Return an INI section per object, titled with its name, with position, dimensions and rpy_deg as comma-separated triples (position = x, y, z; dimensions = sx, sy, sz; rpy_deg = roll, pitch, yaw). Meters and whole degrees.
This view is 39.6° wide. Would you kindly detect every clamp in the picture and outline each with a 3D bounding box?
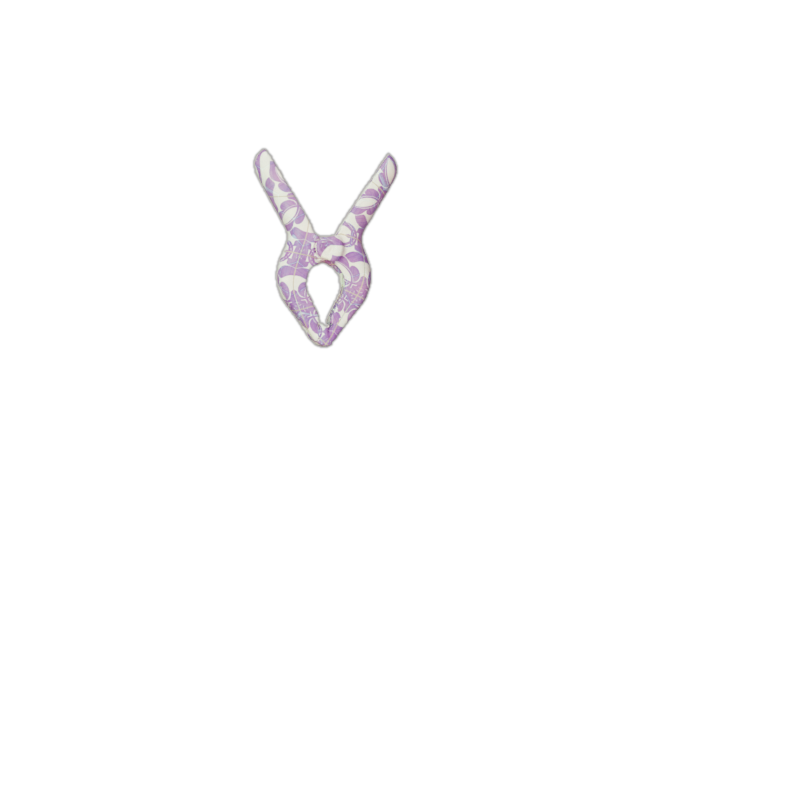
[clamp]
position = -0.073, -0.133, 0.930
dimensions = 0.120, 0.175, 0.038
rpy_deg = 9, -10, 1
